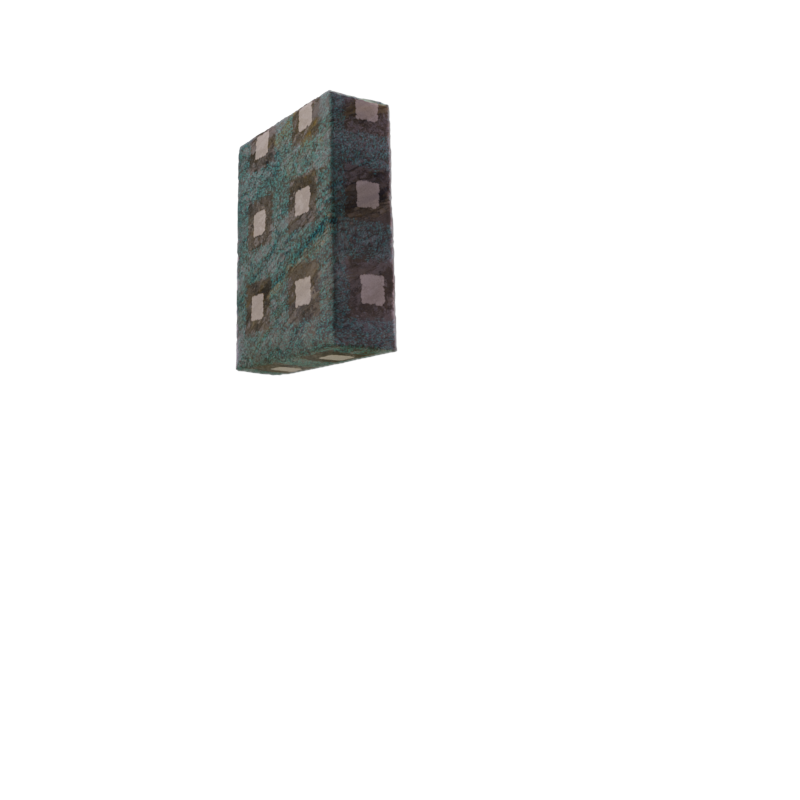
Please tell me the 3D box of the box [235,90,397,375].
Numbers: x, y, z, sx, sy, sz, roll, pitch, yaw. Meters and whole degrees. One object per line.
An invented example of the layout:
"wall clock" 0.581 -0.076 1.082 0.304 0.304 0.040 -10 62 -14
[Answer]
"box" -0.075 -0.137 0.959 0.069 0.221 0.166 8 -15 -34
